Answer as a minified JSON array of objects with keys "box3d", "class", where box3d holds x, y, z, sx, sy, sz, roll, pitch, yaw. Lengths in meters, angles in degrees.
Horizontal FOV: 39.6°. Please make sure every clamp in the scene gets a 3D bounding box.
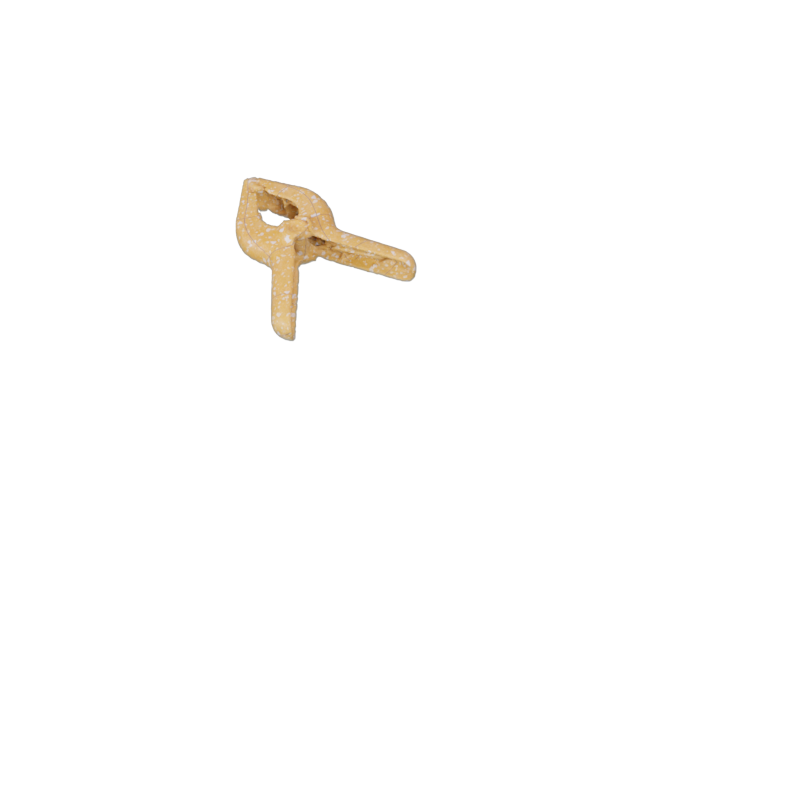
[{"box3d":[-0.068,-0.125,0.872,0.119,0.036,0.186,-17,49,-16],"class":"clamp"}]
